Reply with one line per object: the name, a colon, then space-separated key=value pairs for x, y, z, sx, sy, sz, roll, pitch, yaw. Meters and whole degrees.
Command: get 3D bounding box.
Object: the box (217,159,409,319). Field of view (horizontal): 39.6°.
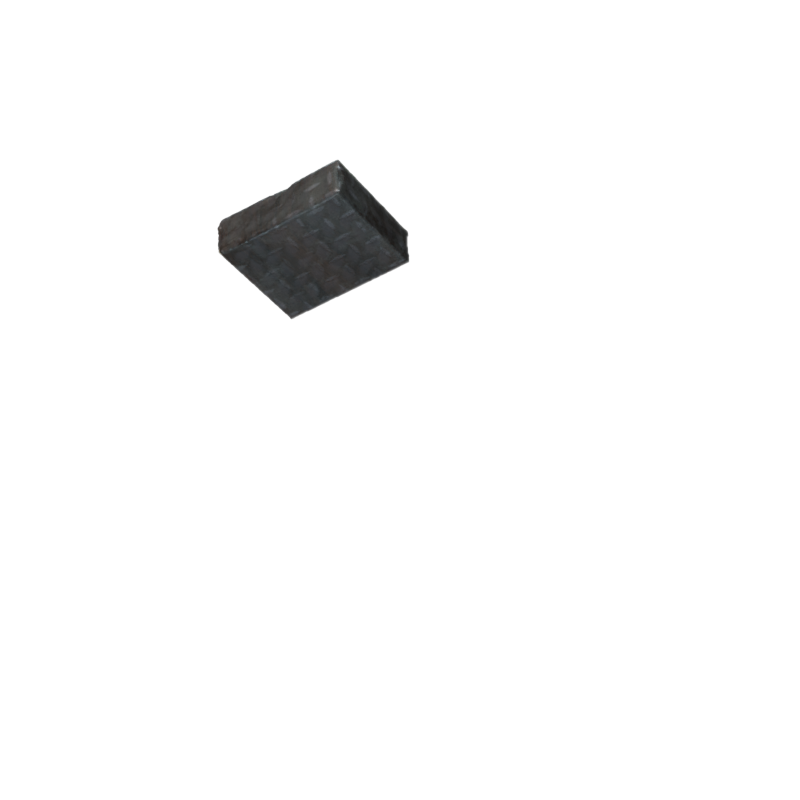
box: x=-0.051 y=-0.093 z=0.651 sx=0.090 sy=0.032 sz=0.068 roll=-23 pitch=-44 yaw=26
